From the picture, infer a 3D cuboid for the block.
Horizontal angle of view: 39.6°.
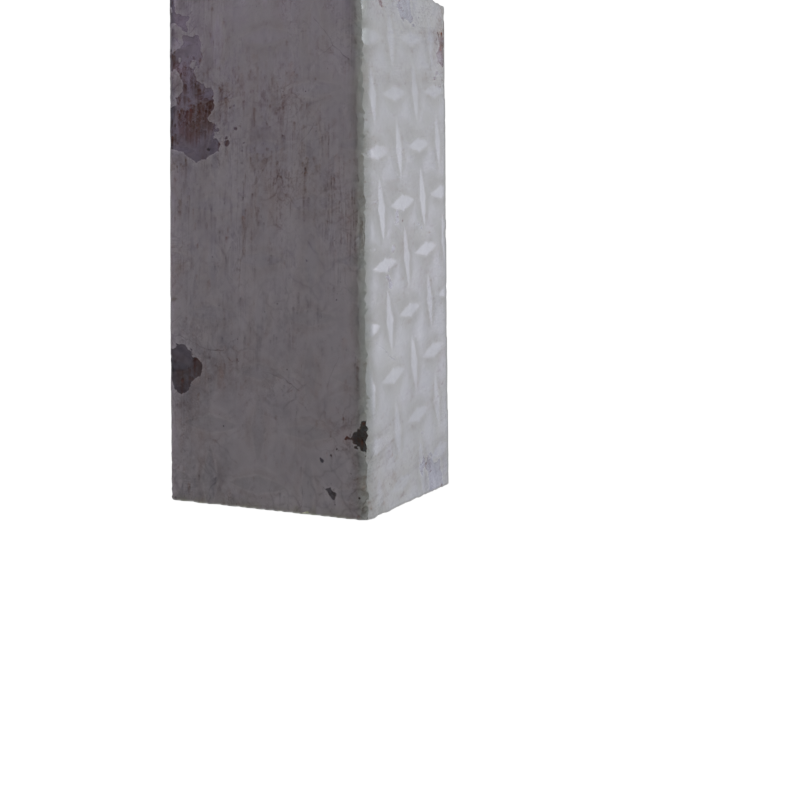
[{"bbox_3d":[-0.037,-0.066,0.462,0.093,0.207,0.087,0,-1,25],"label":"block"}]
